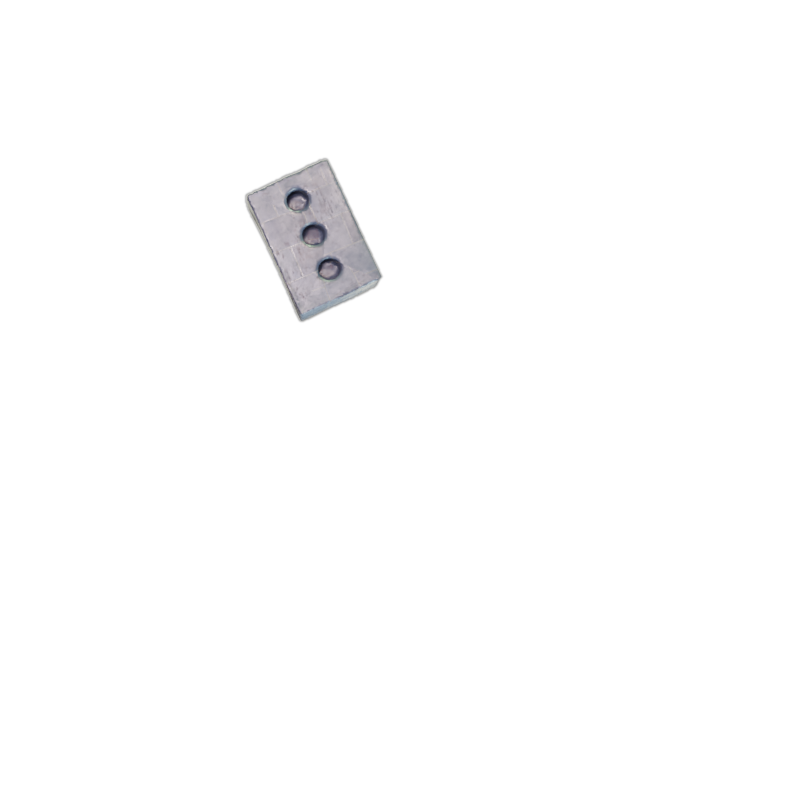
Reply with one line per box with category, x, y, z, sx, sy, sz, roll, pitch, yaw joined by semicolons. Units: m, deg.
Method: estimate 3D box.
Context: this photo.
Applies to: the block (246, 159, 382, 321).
block;-0.051;-0.093;0.649;0.053;0.080;0.050;-25;-6;-4
